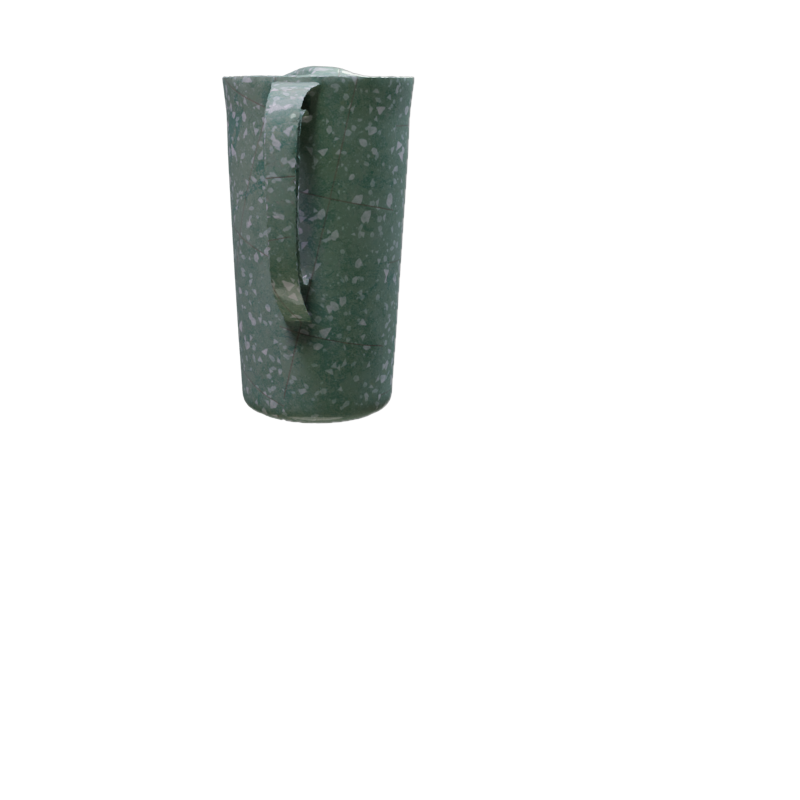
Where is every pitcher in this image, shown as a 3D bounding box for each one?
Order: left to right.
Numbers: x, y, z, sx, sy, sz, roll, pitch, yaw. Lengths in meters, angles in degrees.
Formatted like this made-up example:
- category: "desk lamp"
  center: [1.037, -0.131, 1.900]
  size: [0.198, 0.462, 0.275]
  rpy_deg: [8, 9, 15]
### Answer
- category: "pitcher"
  center: [-0.061, -0.111, 0.775]
  size: [0.145, 0.238, 0.152]
  rpy_deg: [-6, 11, -35]
